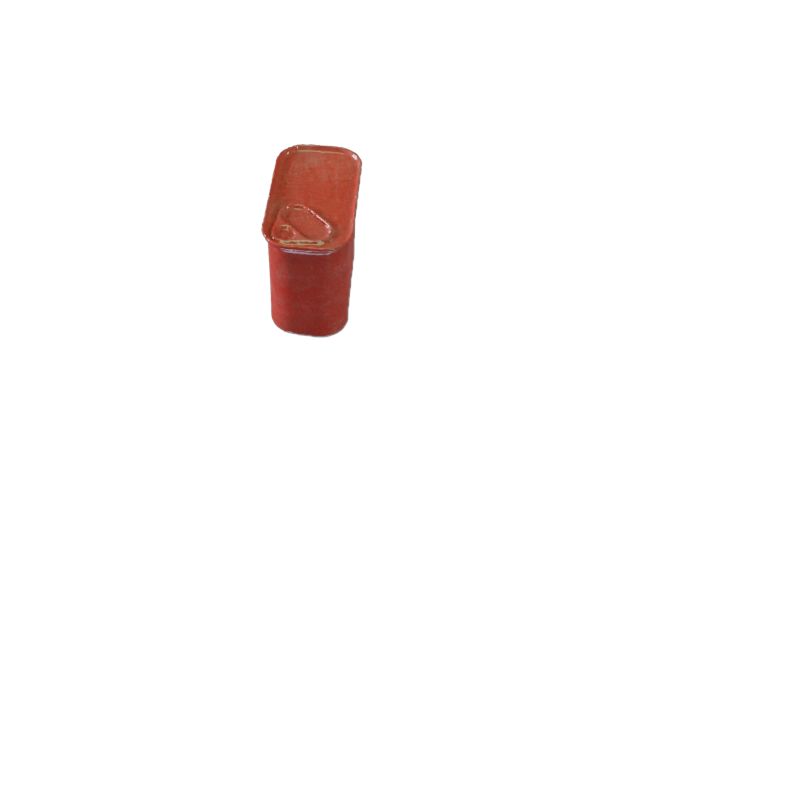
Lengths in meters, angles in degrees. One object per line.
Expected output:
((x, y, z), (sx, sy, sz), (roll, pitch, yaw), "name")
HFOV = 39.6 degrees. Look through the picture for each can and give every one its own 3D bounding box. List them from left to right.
((-0.057, -0.104, 0.732), (0.058, 0.109, 0.078), (4, -43, 1), "can")
